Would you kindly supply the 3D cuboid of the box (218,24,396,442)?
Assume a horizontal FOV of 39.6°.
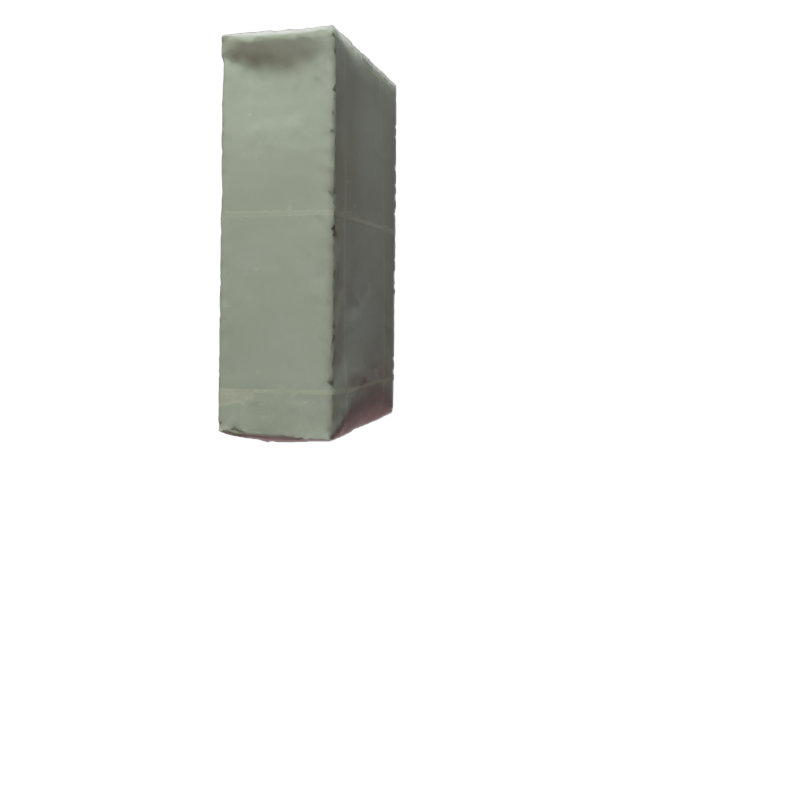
[{"bbox_3d":[-0.050,-0.092,0.642,0.073,0.215,0.161,-1,0,12],"label":"box"}]
